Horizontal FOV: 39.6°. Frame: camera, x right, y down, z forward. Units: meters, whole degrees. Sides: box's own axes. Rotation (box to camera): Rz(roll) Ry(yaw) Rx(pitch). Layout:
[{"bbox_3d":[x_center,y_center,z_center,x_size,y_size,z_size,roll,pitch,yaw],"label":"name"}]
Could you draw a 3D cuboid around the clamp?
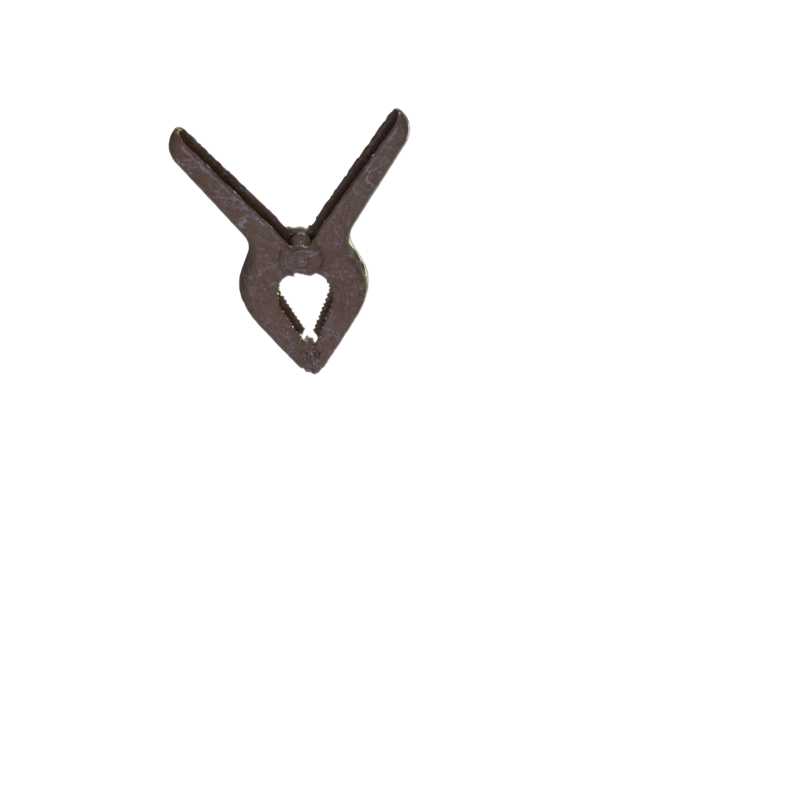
[{"bbox_3d":[-0.062,-0.114,0.798,0.165,0.196,0.039,-9,30,5],"label":"clamp"}]
